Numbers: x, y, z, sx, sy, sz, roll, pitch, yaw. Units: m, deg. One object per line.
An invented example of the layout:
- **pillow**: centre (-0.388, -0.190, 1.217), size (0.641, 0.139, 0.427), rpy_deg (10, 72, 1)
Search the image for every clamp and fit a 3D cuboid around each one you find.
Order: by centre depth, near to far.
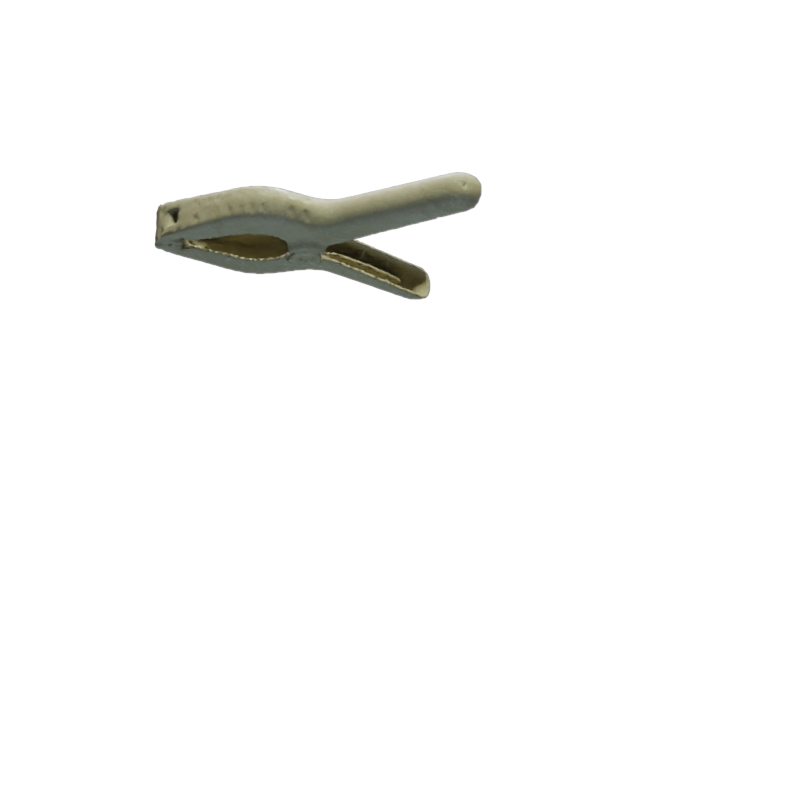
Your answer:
- **clamp**: centre (-0.059, -0.108, 0.757), size (0.210, 0.038, 0.156), rpy_deg (0, -20, -1)
